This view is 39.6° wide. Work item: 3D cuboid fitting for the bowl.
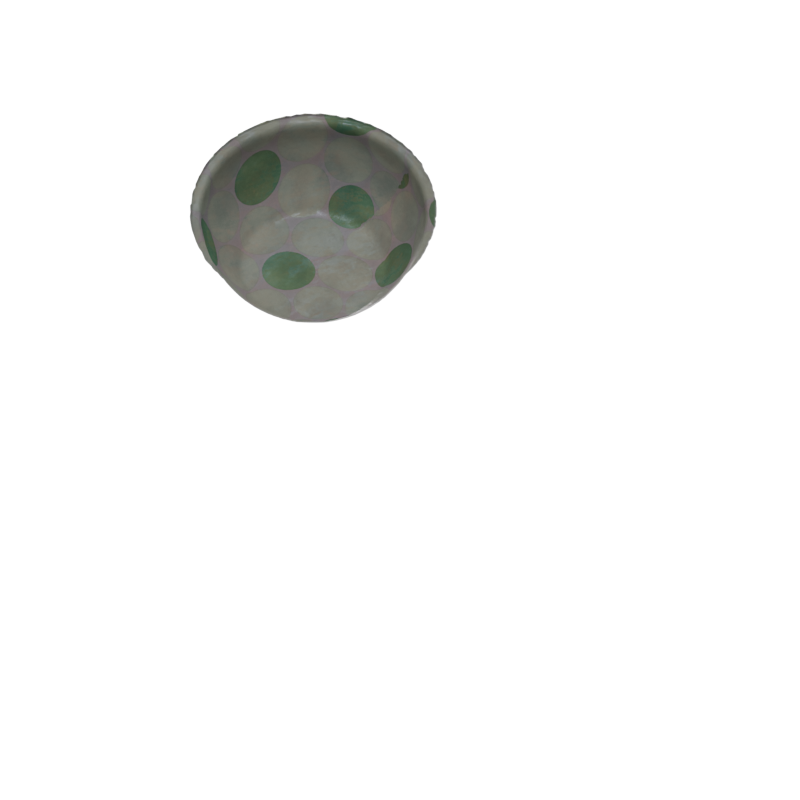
[{"bbox_3d":[-0.056,-0.101,0.709,0.162,0.151,0.059,1,43,-1],"label":"bowl"}]
